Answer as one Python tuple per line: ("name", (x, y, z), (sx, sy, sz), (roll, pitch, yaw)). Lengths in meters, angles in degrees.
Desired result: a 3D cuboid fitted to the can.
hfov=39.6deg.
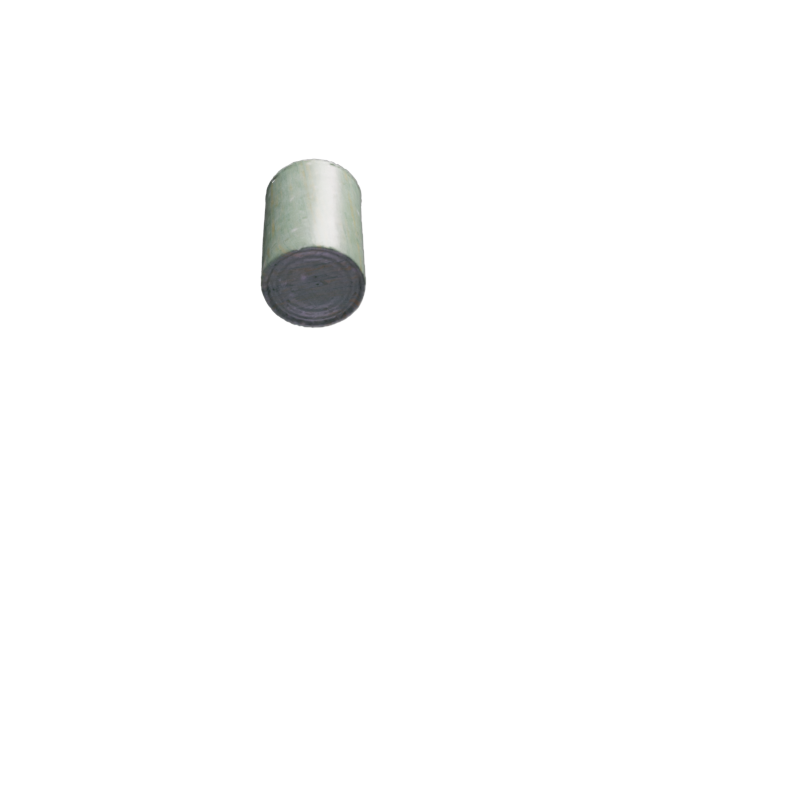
("can", (-0.058, -0.105, 0.737), (0.068, 0.064, 0.110), (-1, 40, -3))
